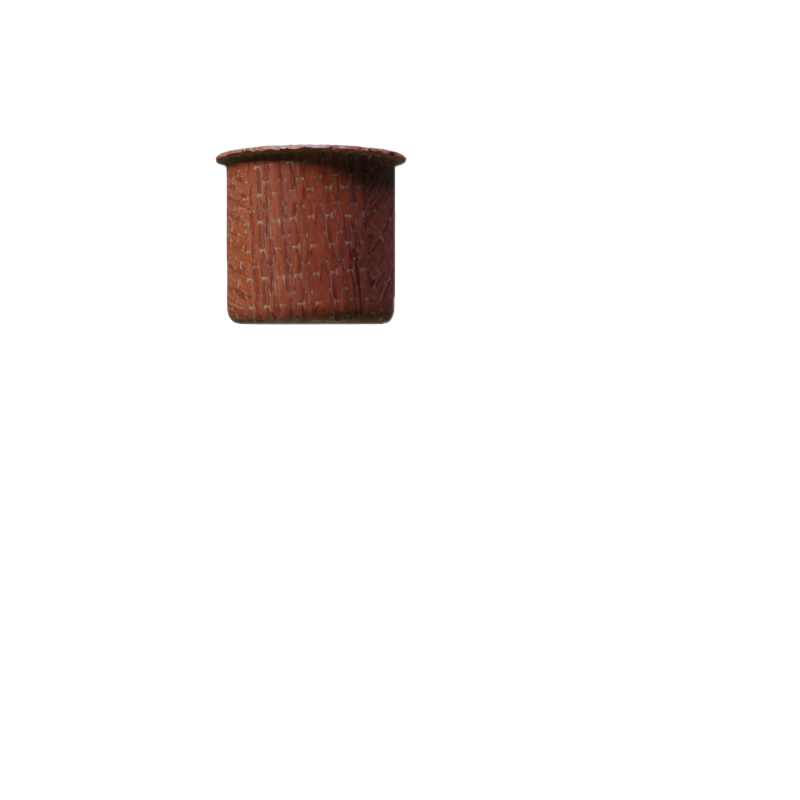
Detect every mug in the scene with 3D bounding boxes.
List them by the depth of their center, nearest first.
[{"bbox_3d":[-0.043,-0.079,0.552,0.094,0.082,0.117,0,2,3],"label":"mug"}]
